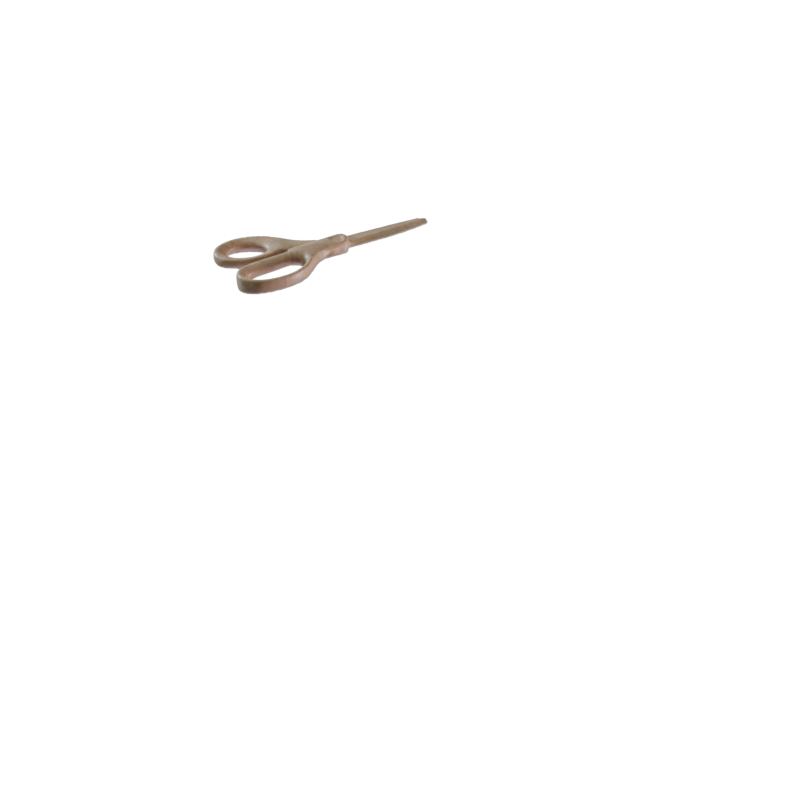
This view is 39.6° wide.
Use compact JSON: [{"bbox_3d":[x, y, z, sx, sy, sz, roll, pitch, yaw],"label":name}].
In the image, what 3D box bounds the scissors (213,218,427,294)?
[{"bbox_3d":[-0.073,-0.134,0.938,0.102,0.015,0.202,21,36,32],"label":"scissors"}]
